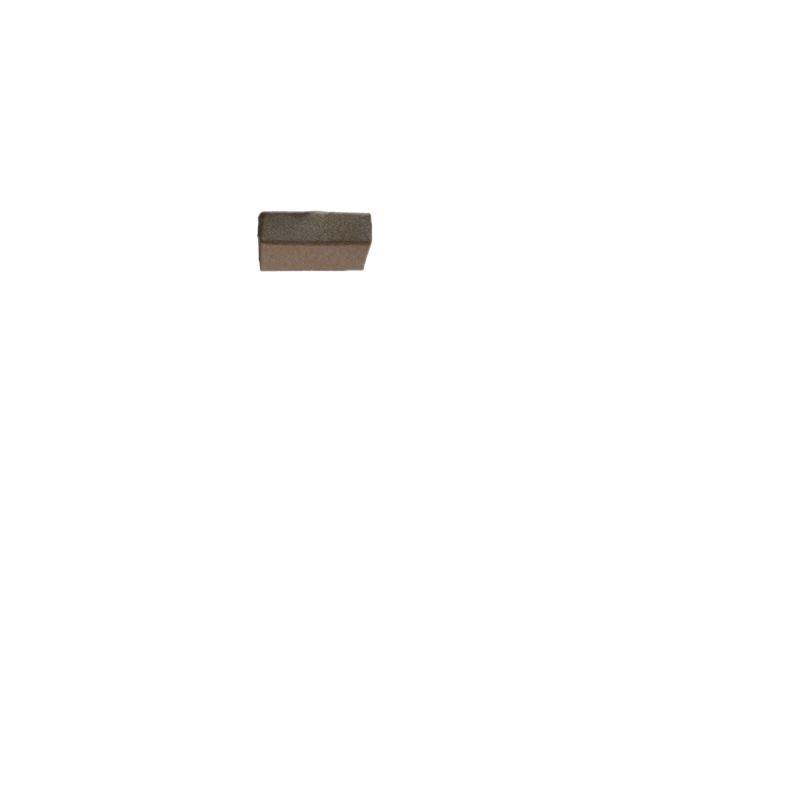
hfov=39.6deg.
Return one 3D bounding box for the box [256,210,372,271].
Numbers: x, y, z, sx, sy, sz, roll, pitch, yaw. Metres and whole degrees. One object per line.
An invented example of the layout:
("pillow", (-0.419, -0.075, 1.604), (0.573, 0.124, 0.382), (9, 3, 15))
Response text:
("box", (-0.070, -0.127, 0.889), (0.089, 0.031, 0.071), (1, -12, -4))
